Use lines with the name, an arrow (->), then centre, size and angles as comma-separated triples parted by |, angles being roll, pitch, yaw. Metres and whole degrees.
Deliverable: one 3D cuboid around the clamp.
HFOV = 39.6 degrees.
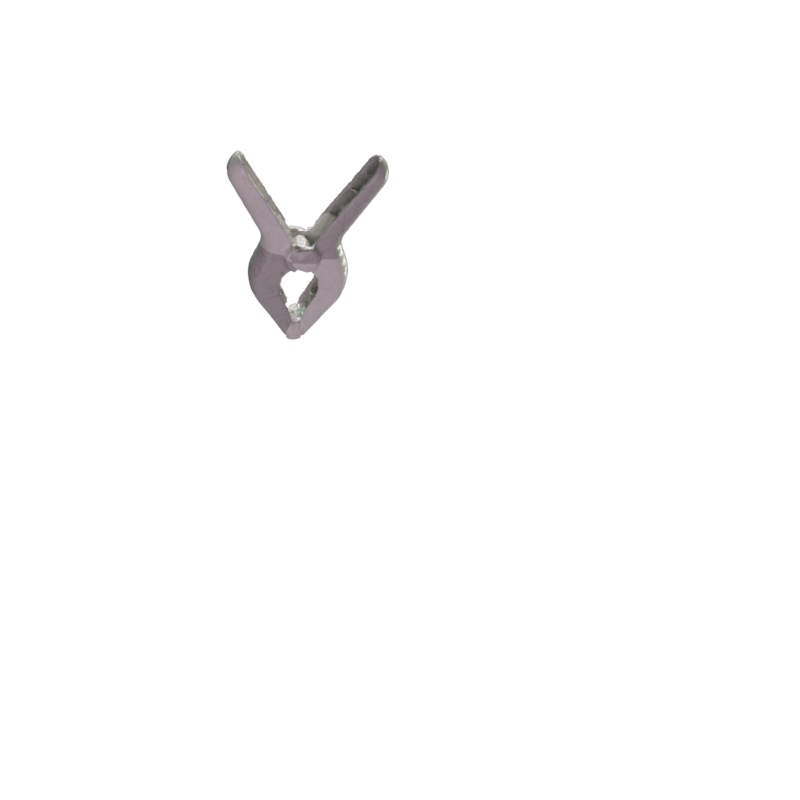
clamp -> -0.068, -0.123, 0.863 | 0.120, 0.160, 0.042 | -1, 40, 1
